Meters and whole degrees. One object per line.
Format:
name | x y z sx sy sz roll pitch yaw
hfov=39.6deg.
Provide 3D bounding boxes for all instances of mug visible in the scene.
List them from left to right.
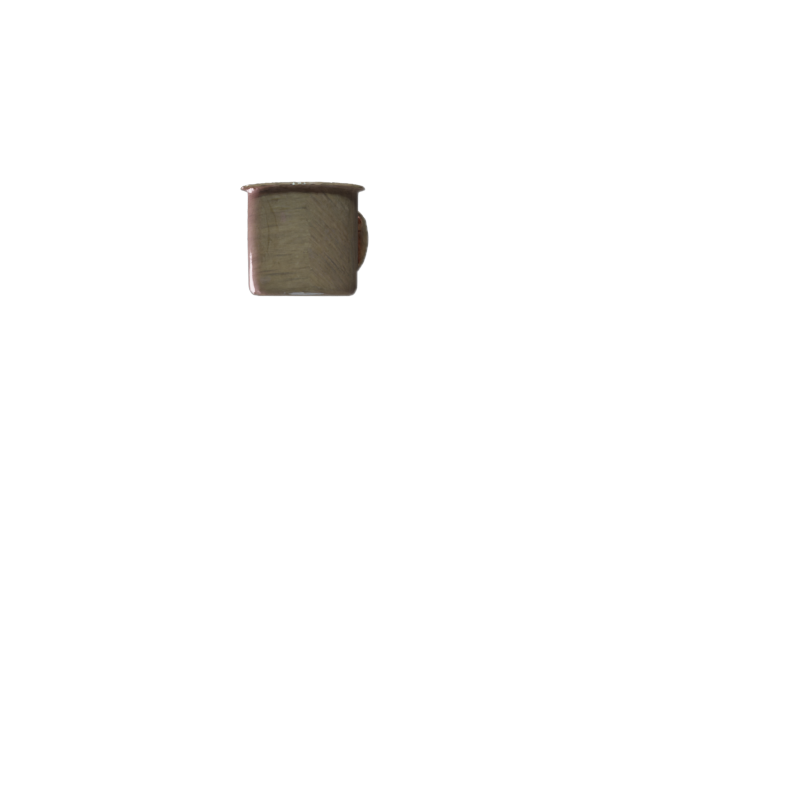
mug | -0.065 -0.119 0.835 0.097 0.082 0.113 2 4 37
